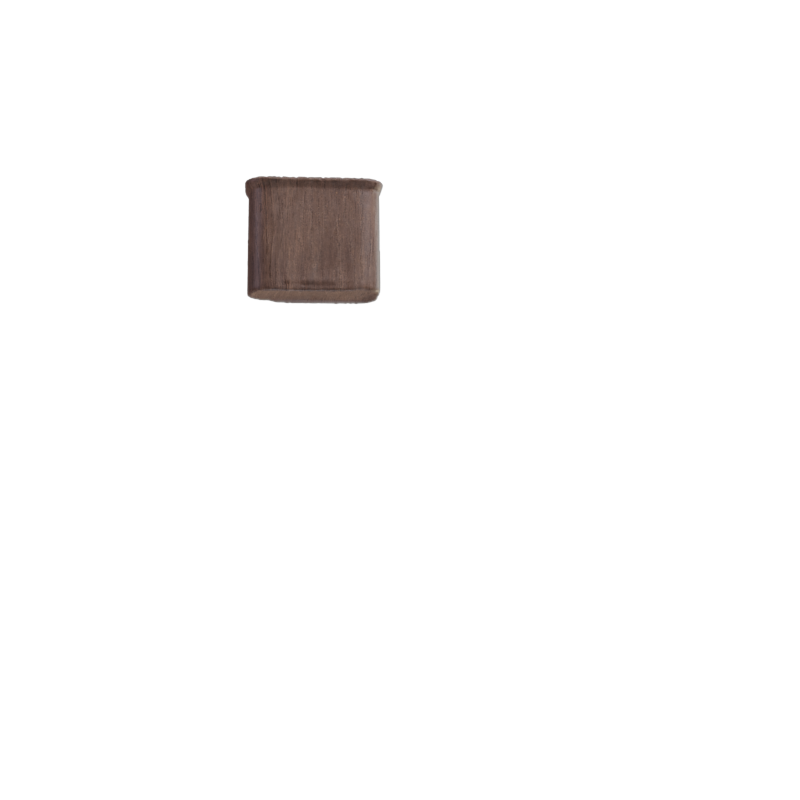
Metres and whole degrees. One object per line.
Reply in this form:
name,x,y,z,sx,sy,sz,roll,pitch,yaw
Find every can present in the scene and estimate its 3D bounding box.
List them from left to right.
can,-0.064,-0.117,0.817,0.101,0.086,0.056,0,-11,-5
